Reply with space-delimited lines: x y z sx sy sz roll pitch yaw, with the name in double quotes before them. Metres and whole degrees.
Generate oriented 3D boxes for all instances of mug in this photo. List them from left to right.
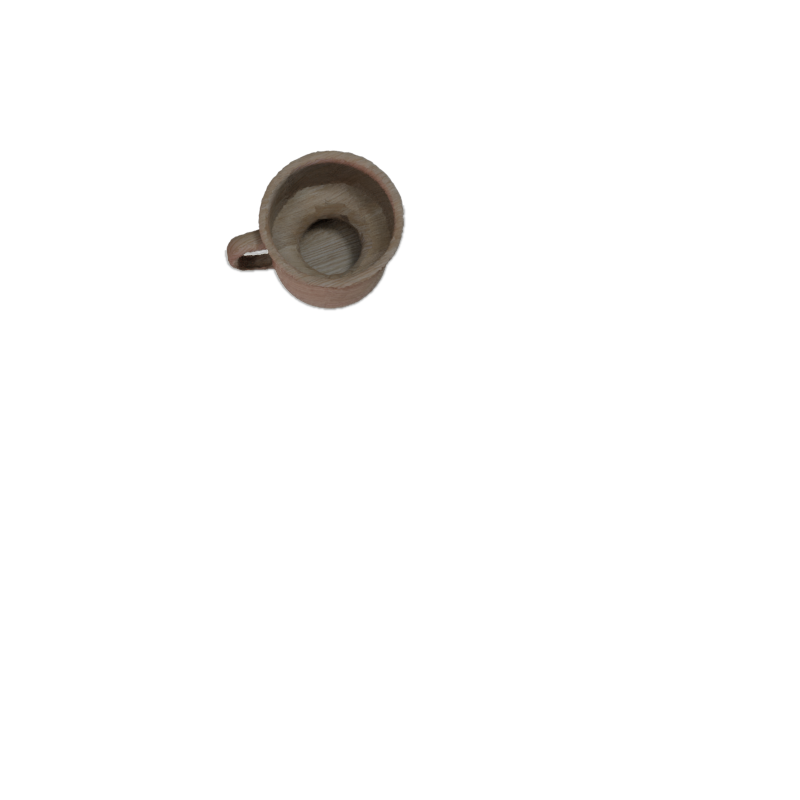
"mug" -0.058 -0.106 0.741 0.117 0.097 0.079 -15 -14 -5
